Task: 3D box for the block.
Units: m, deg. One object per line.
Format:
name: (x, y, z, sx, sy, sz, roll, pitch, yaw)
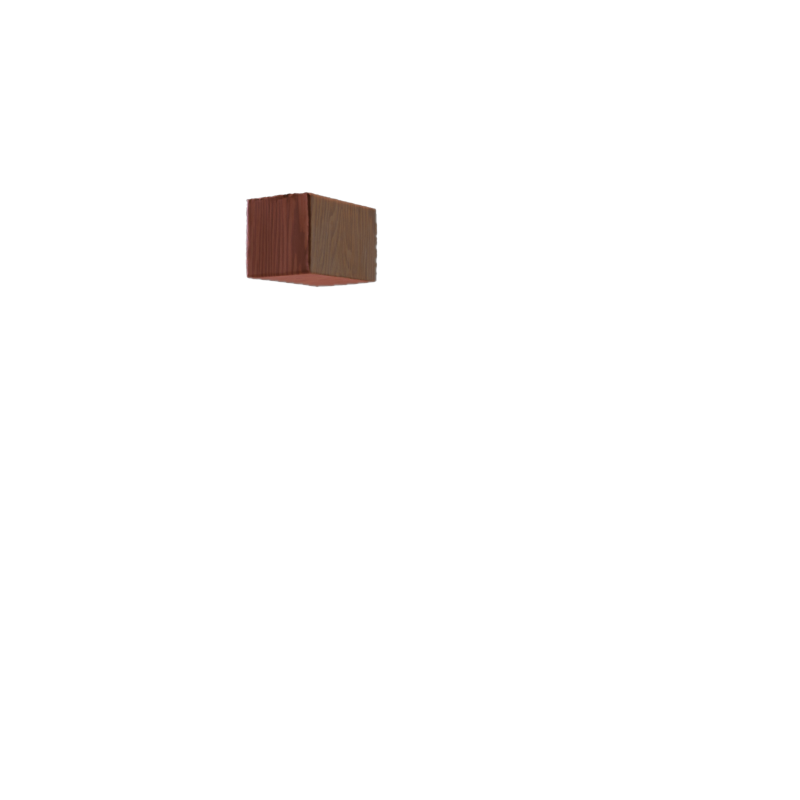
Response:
block: (-0.056, -0.103, 0.721, 0.054, 0.052, 0.075, -3, -3, 33)
